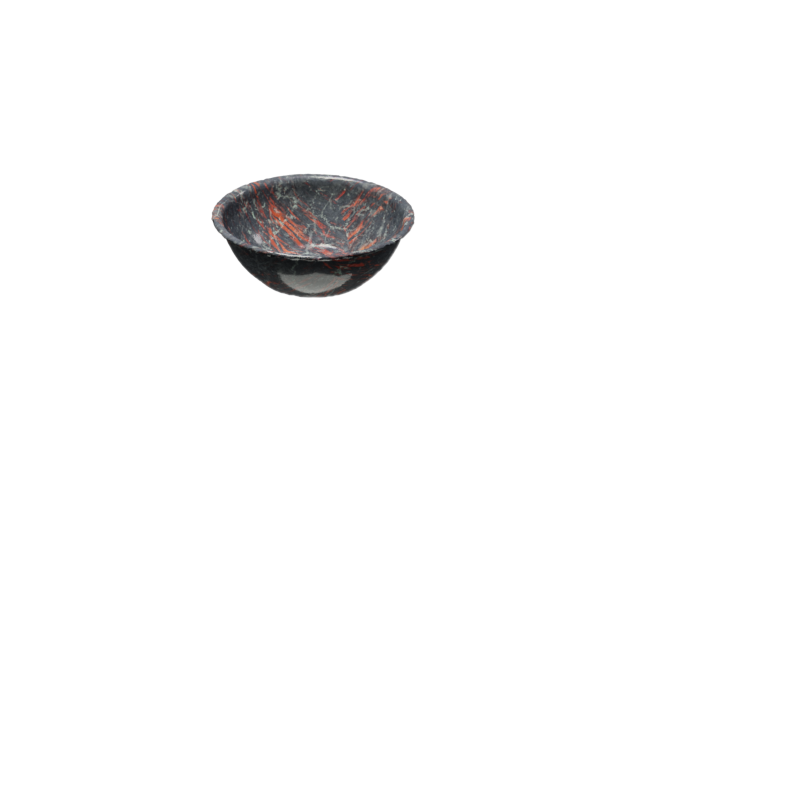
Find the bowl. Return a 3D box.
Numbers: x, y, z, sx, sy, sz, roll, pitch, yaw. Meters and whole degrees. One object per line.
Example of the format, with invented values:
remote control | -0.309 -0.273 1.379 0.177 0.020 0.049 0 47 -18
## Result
bowl | -0.070 -0.128 0.895 0.162 0.052 0.172 -1 32 -2
